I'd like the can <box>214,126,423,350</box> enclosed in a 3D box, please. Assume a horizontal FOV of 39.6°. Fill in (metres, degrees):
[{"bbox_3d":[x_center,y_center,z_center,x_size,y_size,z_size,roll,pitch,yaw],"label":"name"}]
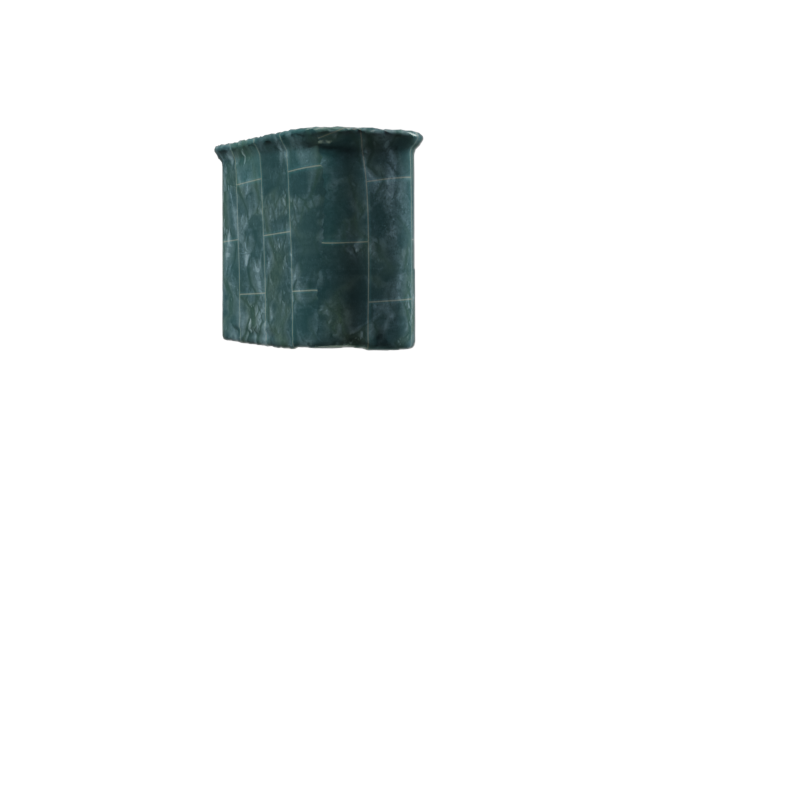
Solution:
[{"bbox_3d":[-0.036,-0.065,0.456,0.055,0.084,0.106,-1,4,-32],"label":"can"}]
